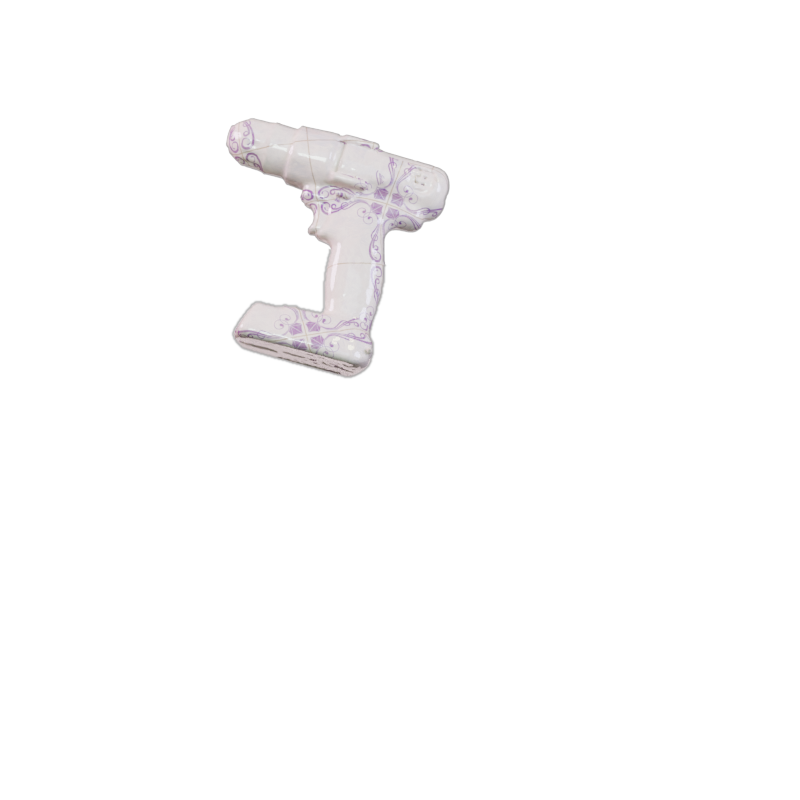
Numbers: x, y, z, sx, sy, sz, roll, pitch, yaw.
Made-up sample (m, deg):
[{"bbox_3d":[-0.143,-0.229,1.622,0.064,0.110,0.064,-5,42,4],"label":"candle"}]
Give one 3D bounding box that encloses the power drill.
[{"bbox_3d":[-0.068,-0.124,0.872,0.186,0.194,0.055,15,-17,4],"label":"power drill"}]
